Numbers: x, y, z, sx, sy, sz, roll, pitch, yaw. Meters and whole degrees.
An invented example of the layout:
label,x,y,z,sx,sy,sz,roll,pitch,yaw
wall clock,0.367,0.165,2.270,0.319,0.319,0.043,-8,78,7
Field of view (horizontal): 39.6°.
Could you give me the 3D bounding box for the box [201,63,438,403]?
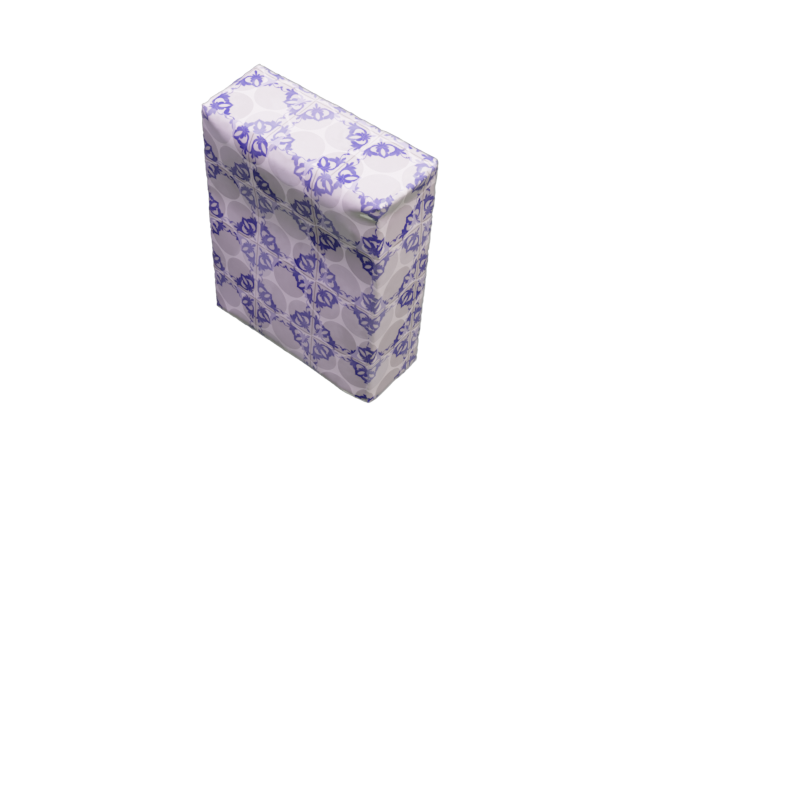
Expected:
label,x,y,z,sx,sy,sz,roll,pitch,yaw
box,-0.064,-0.117,0.821,0.173,0.199,0.073,34,56,23
